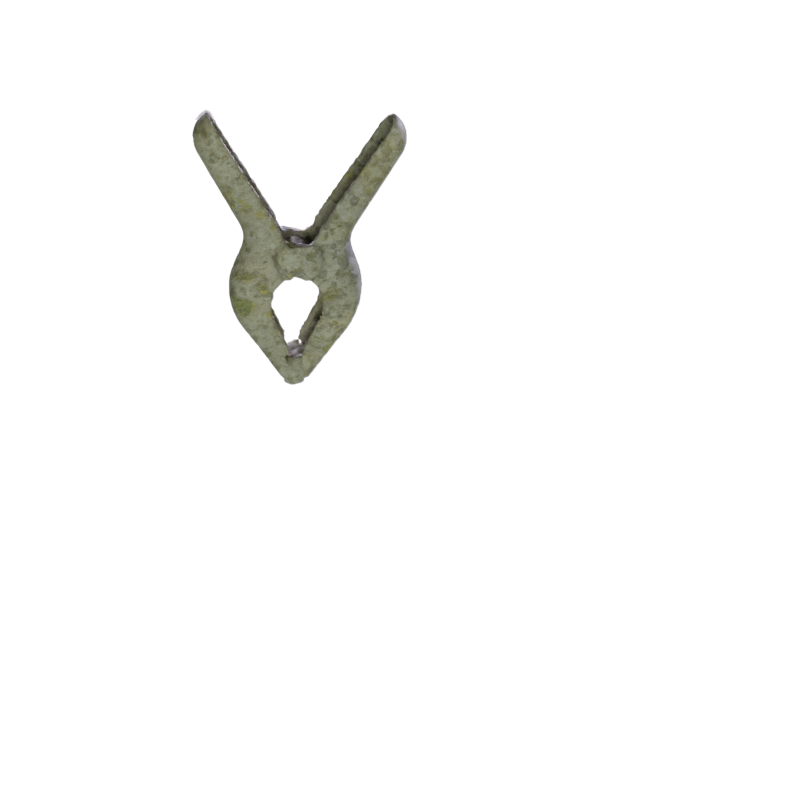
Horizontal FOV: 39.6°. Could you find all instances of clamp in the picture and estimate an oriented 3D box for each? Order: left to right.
[{"bbox_3d":[-0.051,-0.093,0.652,0.120,0.162,0.041,-5,26,2],"label":"clamp"}]
